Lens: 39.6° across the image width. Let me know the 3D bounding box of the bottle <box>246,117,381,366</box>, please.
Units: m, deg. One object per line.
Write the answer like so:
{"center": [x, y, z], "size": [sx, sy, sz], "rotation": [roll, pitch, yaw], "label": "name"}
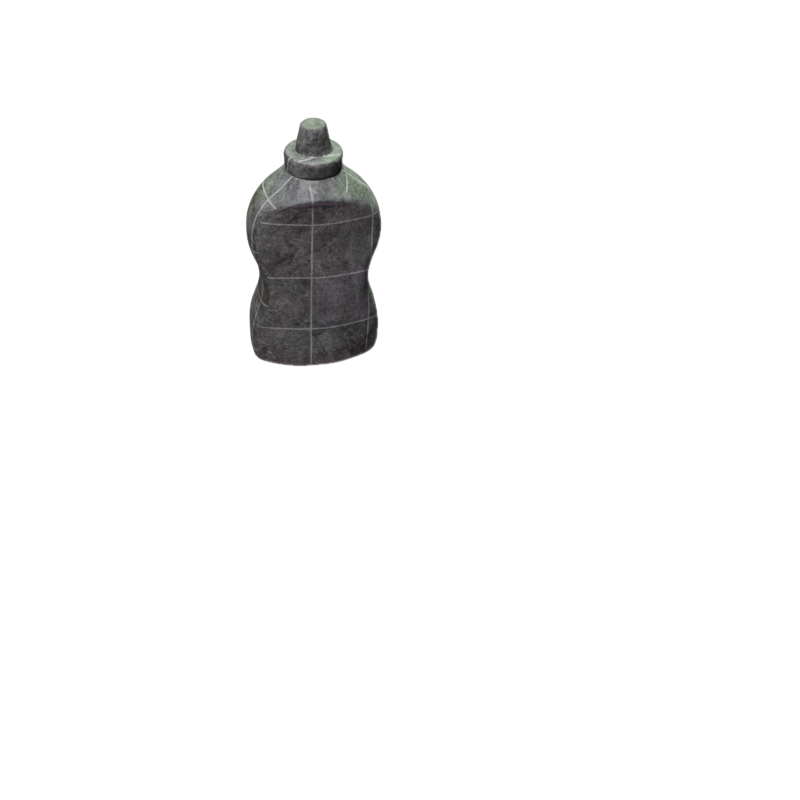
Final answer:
{"center": [-0.063, -0.114, 0.799], "size": [0.095, 0.179, 0.063], "rotation": [-3, 38, -7], "label": "bottle"}
